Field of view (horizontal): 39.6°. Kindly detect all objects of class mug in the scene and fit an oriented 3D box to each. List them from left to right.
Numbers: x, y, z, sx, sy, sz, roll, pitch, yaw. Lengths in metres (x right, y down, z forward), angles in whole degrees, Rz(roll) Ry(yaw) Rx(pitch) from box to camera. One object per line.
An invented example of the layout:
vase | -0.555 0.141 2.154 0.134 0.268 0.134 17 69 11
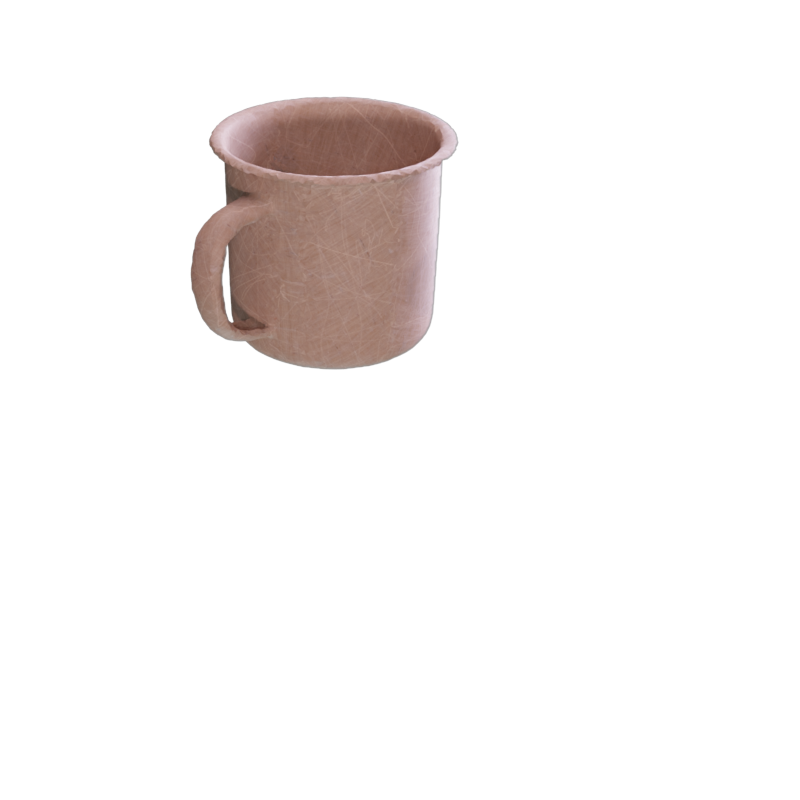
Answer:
mug | -0.033 -0.061 0.424 0.098 0.077 0.117 21 36 31
